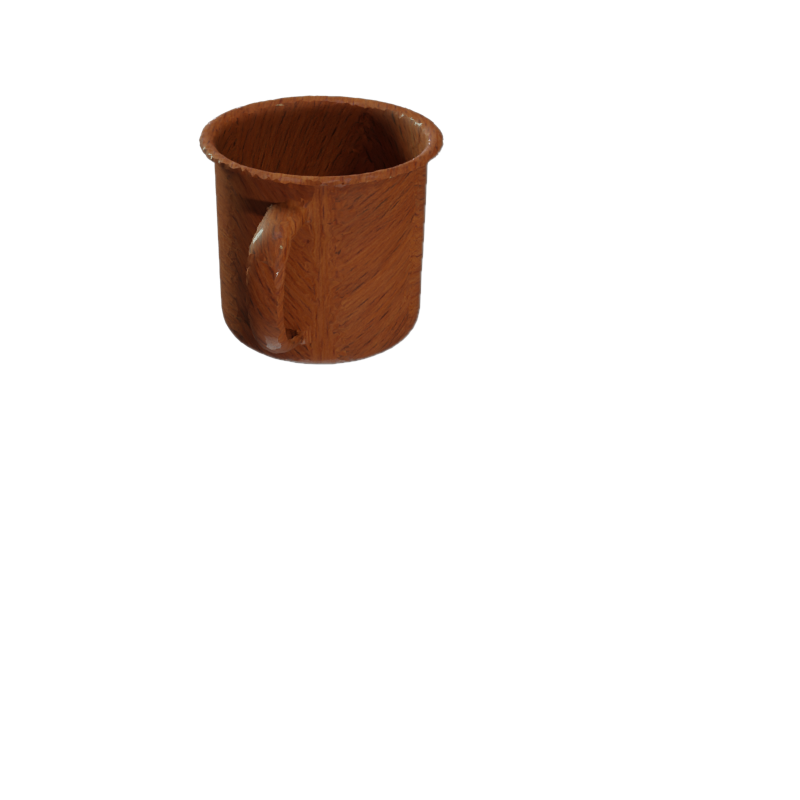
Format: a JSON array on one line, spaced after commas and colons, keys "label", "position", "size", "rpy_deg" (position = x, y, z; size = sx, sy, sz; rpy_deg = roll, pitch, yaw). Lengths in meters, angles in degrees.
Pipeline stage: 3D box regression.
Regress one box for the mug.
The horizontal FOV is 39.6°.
[{"label": "mug", "position": [-0.034, -0.061, 0.430], "size": [0.095, 0.077, 0.122], "rpy_deg": [7, 31, 10]}]
